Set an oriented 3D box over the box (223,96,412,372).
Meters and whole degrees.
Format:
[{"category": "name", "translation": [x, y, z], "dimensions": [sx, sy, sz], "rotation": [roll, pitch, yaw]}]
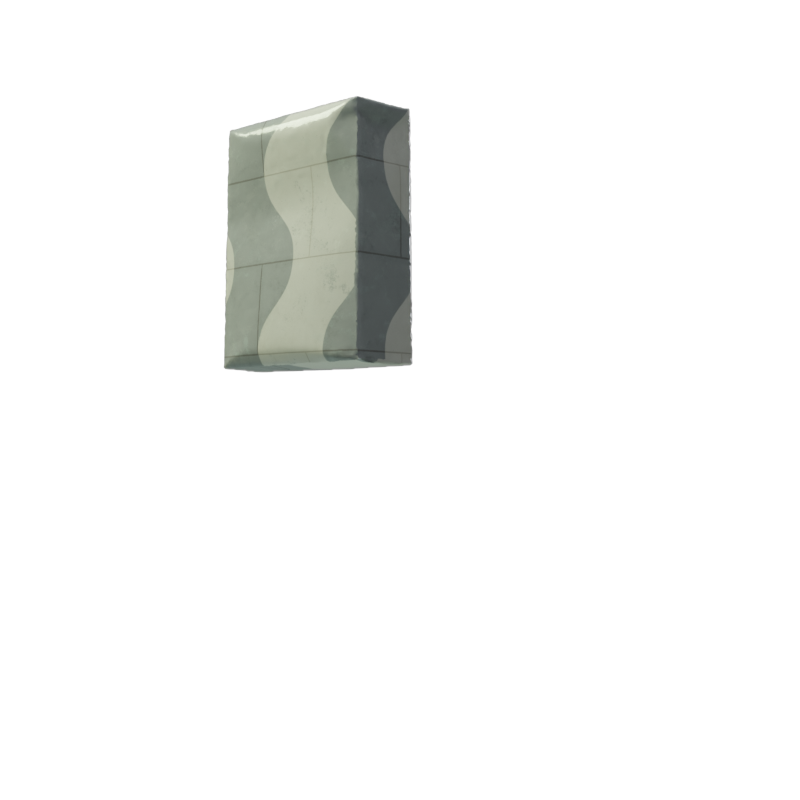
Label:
[{"category": "box", "translation": [-0.073, -0.133, 0.930], "dimensions": [0.169, 0.218, 0.068], "rotation": [-5, -9, 43]}]
